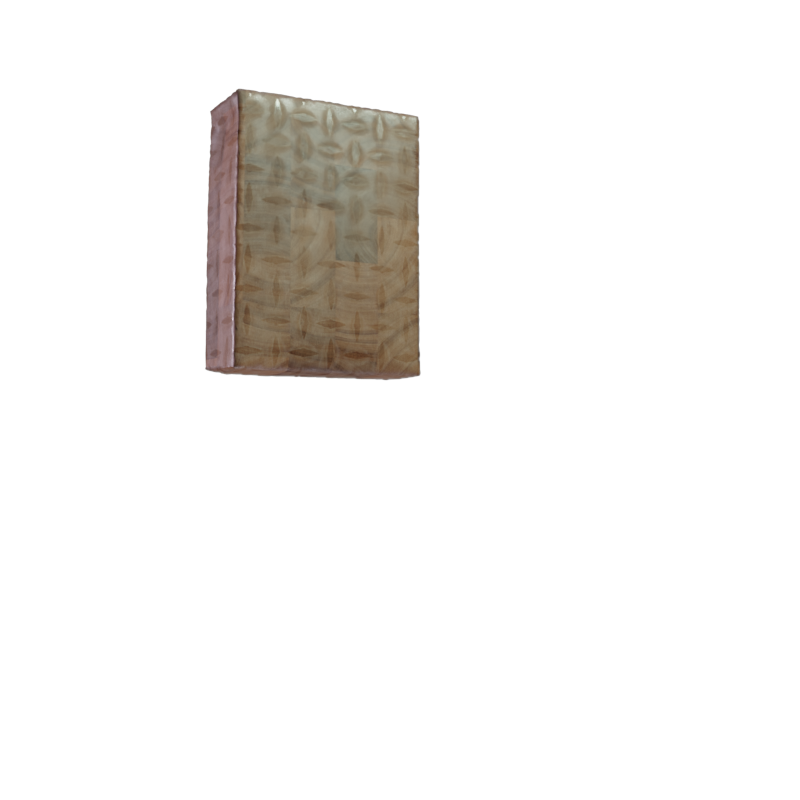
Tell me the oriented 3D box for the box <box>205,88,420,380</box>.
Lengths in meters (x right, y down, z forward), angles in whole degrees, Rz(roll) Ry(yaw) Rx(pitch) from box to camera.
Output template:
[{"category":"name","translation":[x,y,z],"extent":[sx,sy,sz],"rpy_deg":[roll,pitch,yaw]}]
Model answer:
[{"category":"box","translation":[-0.069,-0.126,0.881],"extent":[0.158,0.219,0.073],"rpy_deg":[4,-10,-28]}]
